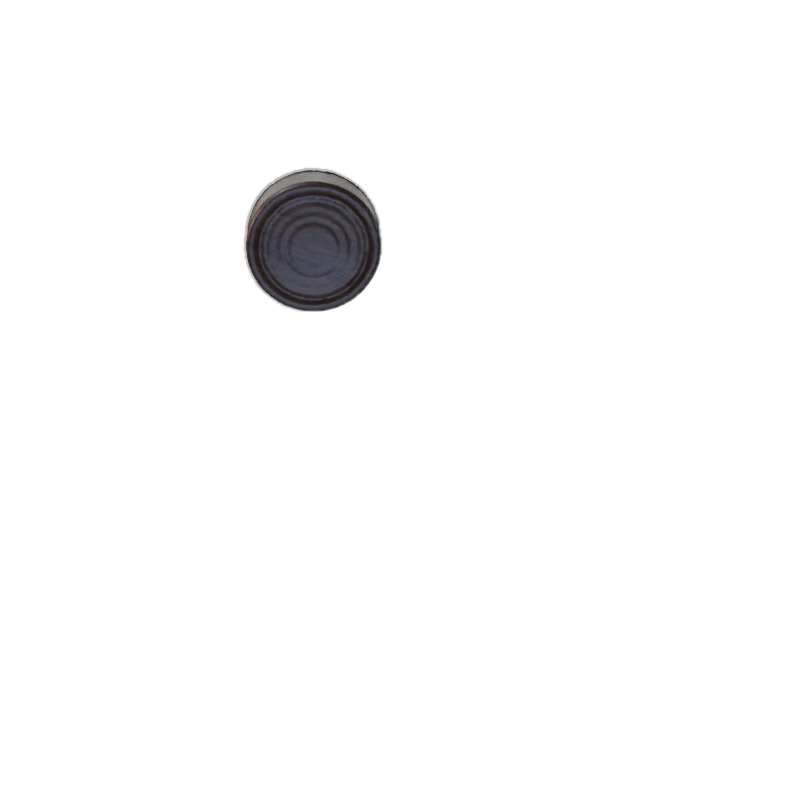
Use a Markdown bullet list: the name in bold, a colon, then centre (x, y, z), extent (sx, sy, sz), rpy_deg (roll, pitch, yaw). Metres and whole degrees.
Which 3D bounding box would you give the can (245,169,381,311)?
- **can**: centre (-0.055, -0.099, 0.696), extent (0.086, 0.082, 0.035), rpy_deg (0, 19, -1)
